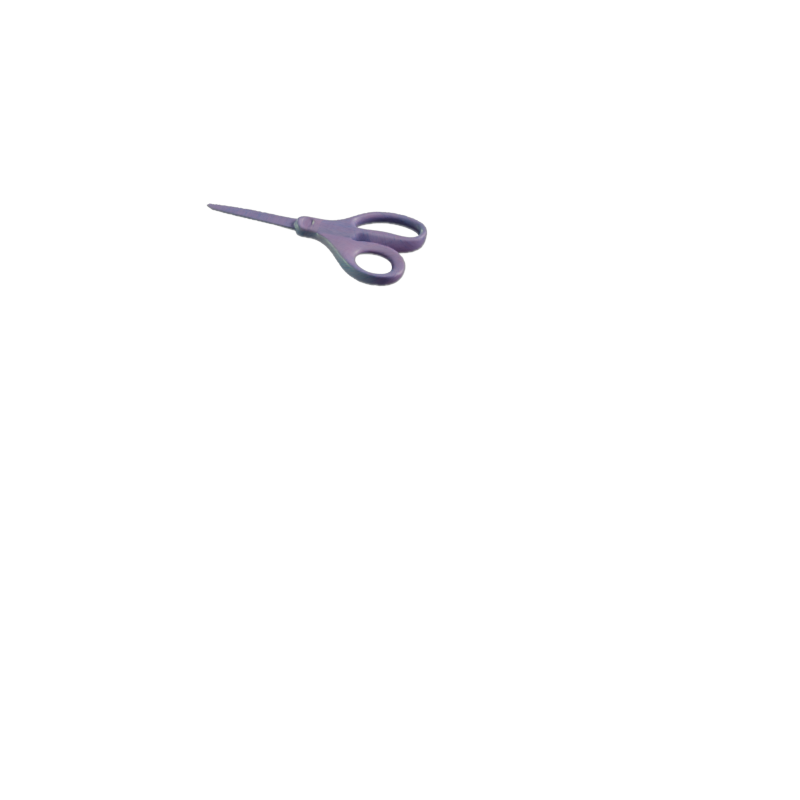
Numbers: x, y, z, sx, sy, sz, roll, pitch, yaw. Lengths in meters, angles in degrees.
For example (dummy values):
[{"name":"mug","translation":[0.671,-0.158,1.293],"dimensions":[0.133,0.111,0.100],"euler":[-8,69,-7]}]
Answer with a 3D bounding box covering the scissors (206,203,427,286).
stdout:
[{"name":"scissors","translation":[-0.077,-0.141,0.986],"dimensions":[0.202,0.103,0.015],"euler":[2,-44,2]}]
